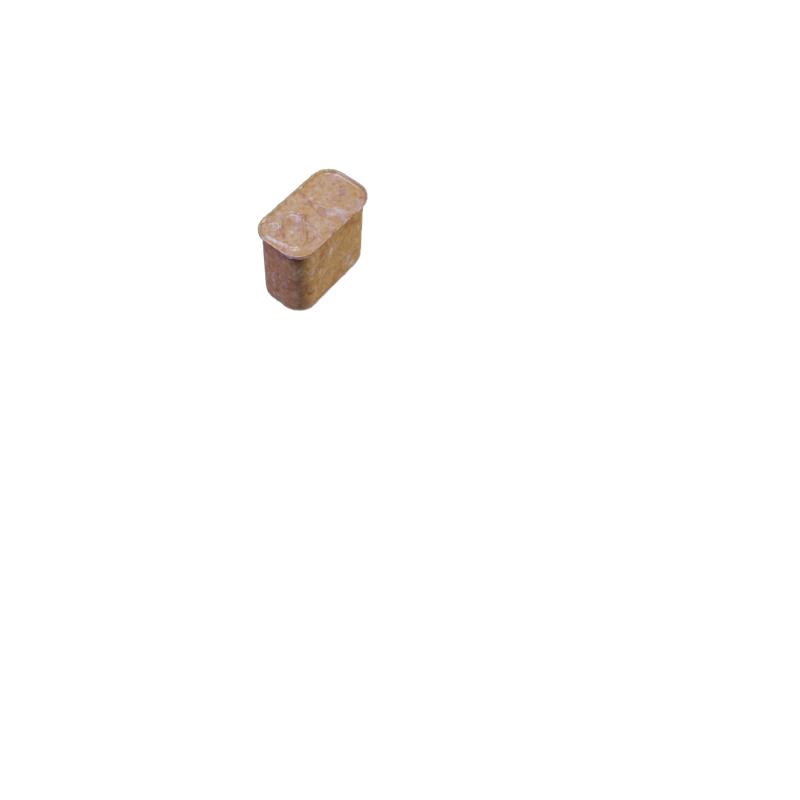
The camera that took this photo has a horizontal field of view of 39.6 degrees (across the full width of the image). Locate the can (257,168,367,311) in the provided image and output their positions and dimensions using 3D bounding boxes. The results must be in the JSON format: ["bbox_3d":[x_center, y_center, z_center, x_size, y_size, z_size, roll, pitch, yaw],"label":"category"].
[{"bbox_3d":[-0.077,-0.140,0.978,0.060,0.104,0.078,33,-30,19],"label":"can"}]
